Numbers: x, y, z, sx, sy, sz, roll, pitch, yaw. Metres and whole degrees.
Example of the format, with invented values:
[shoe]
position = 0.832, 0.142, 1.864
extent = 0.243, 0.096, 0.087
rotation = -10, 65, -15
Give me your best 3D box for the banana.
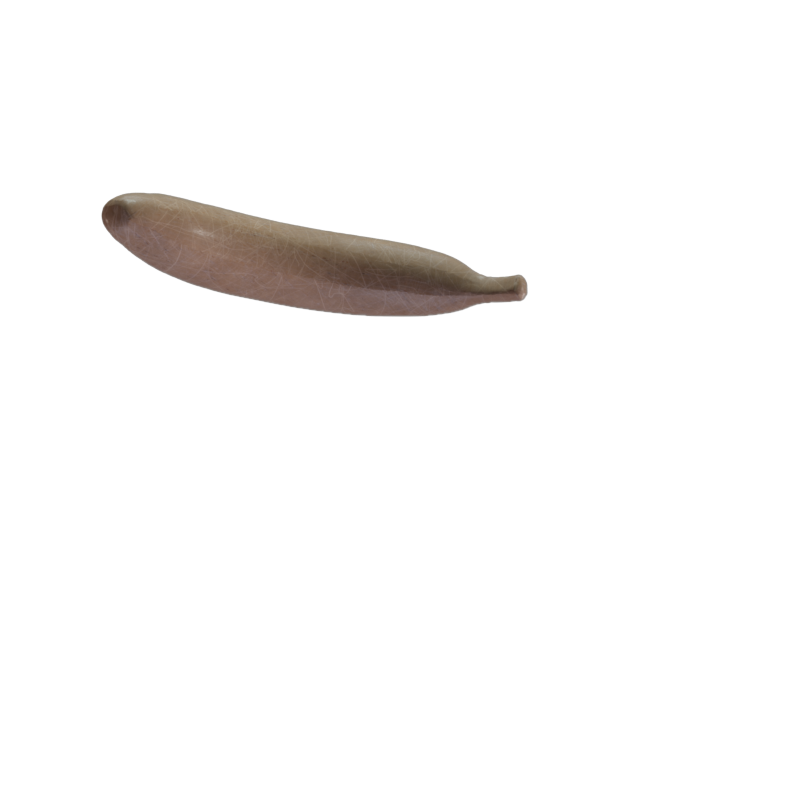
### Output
[banana]
position = -0.043, -0.065, 0.505
extent = 0.191, 0.038, 0.069
rotation = 6, -17, -22
